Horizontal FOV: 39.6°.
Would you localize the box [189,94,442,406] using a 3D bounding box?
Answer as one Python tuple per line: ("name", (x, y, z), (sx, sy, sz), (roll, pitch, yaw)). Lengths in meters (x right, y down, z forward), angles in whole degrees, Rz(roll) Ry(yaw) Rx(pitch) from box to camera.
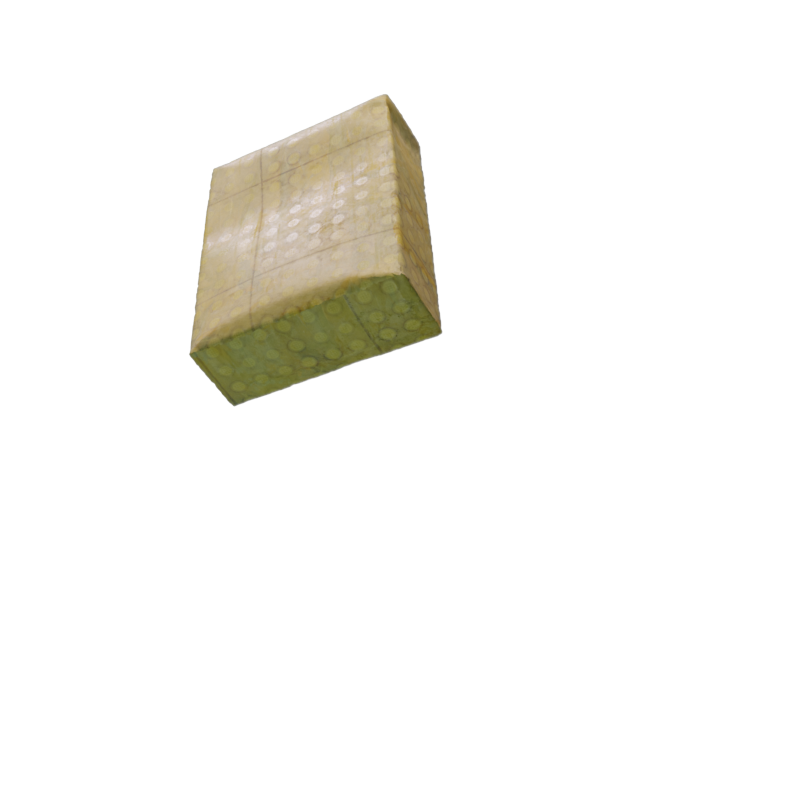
("box", (-0.064, -0.117, 0.822), (0.165, 0.230, 0.066), (-20, -47, 16))
